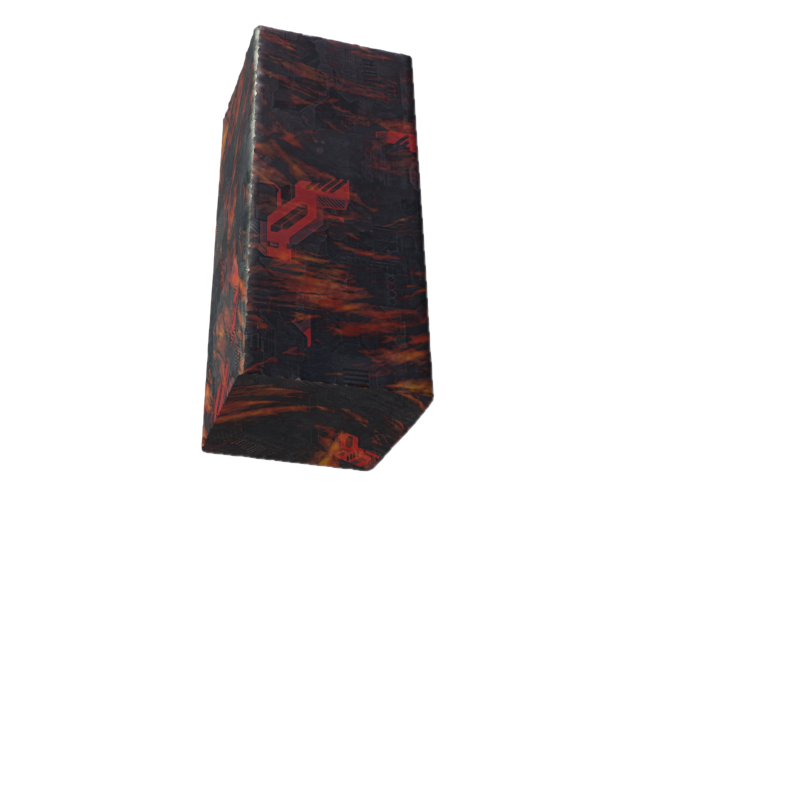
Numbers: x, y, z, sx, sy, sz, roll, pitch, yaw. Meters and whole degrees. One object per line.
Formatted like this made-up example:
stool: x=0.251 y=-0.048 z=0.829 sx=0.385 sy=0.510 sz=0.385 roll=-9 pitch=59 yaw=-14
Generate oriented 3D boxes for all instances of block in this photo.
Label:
block: x=-0.044 y=-0.081 z=0.569 sx=0.088 sy=0.220 sz=0.087 roll=8 pitch=-33 yaw=-16
